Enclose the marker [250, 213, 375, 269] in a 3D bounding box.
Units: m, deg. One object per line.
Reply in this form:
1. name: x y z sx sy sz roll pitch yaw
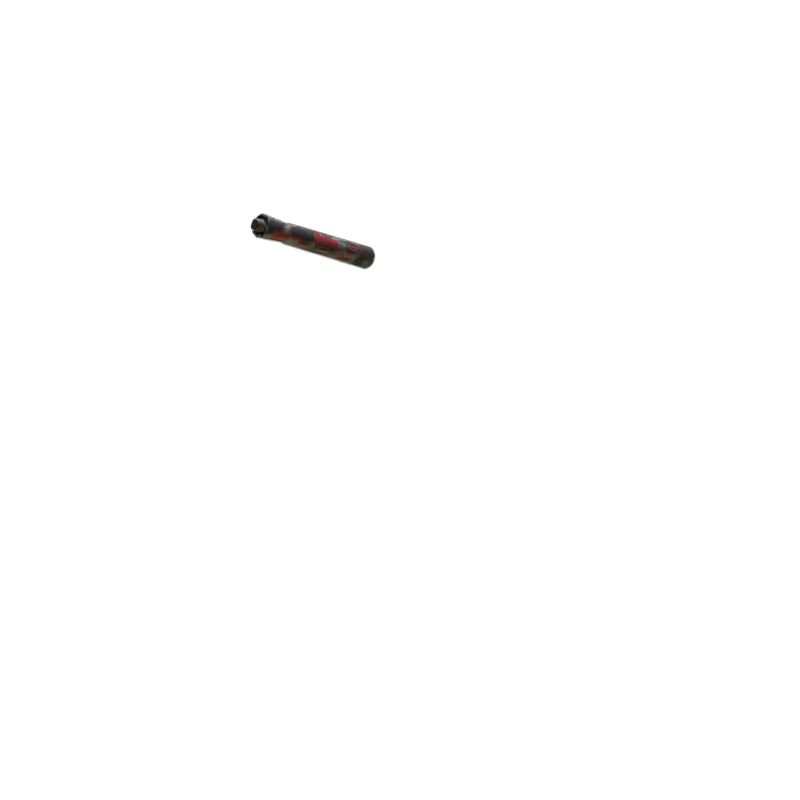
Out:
1. marker: -0.066 -0.121 0.845 0.021 0.020 0.114 4 -4 45
